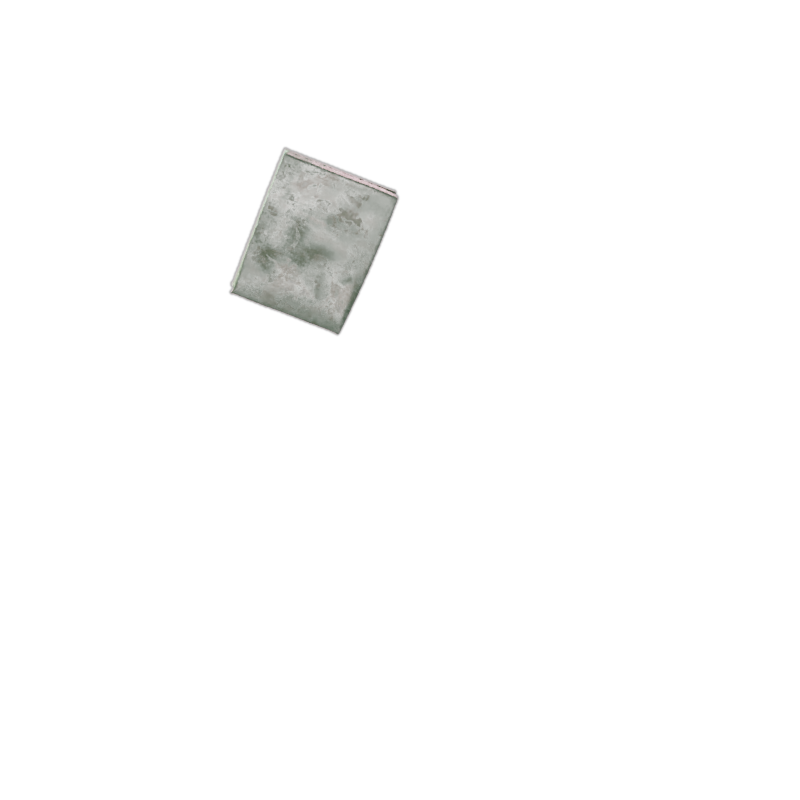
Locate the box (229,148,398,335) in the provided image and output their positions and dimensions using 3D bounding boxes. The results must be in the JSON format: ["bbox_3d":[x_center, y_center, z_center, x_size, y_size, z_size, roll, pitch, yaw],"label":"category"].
[{"bbox_3d":[-0.063,-0.115,0.807,0.089,0.112,0.040,22,8,-4],"label":"box"}]
